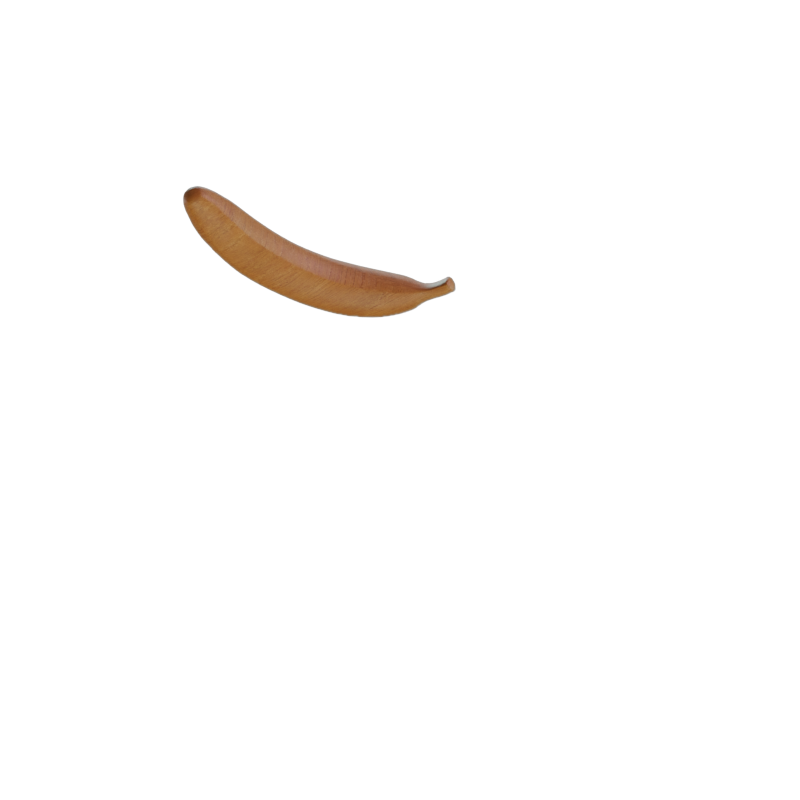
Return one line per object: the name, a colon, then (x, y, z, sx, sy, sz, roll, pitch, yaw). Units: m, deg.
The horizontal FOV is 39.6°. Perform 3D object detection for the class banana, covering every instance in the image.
banana: (-0.064, -0.096, 0.765, 0.191, 0.039, 0.067, 17, -46, -17)
